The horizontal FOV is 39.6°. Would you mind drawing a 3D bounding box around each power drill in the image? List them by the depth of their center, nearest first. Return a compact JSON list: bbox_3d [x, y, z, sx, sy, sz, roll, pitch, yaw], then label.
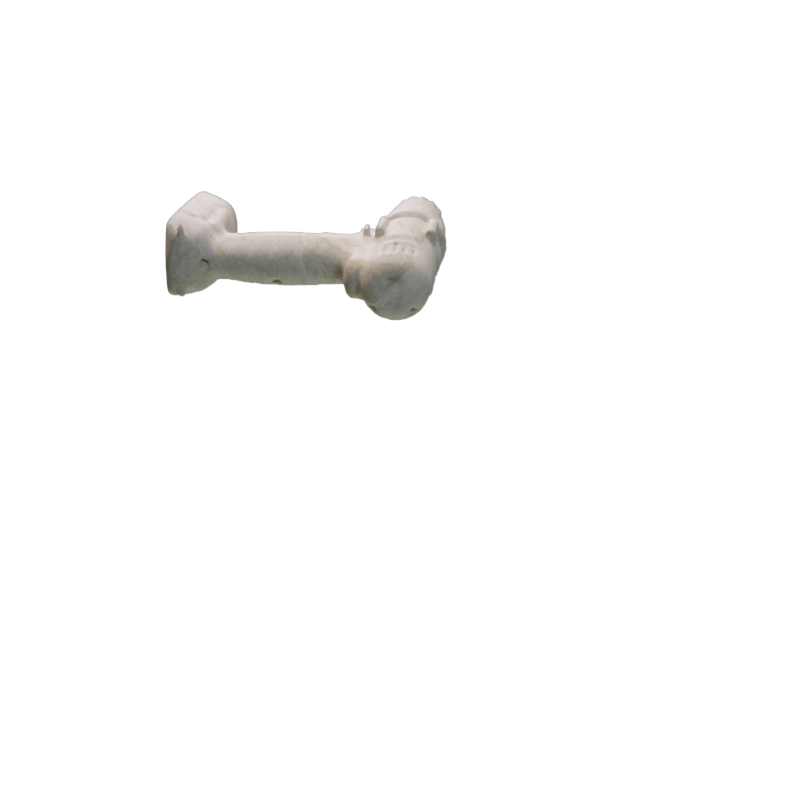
[{"bbox_3d":[-0.062,-0.113,0.788,0.190,0.055,0.190,3,22,7],"label":"power drill"}]
